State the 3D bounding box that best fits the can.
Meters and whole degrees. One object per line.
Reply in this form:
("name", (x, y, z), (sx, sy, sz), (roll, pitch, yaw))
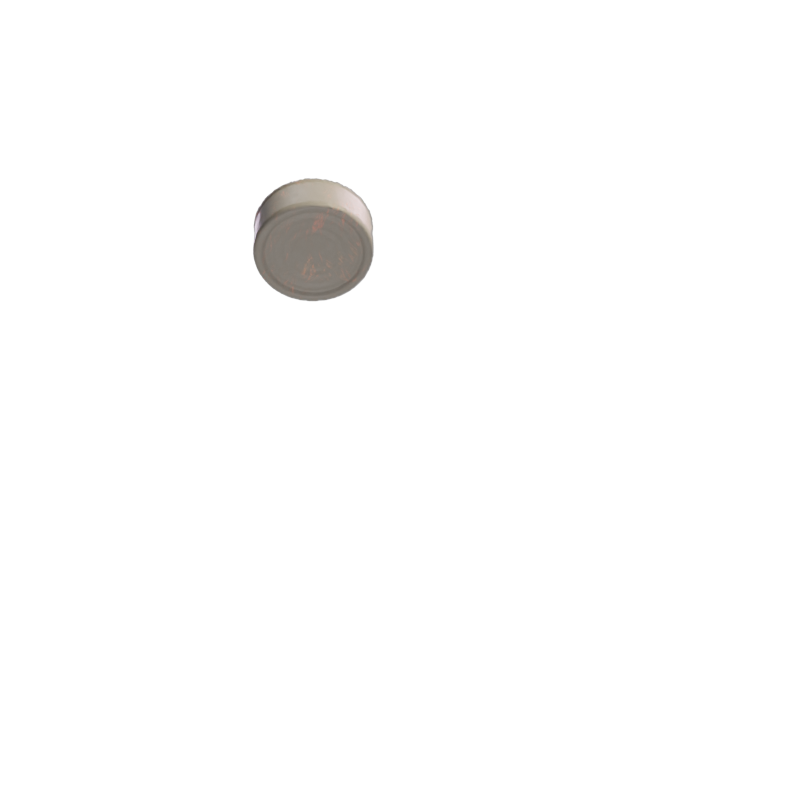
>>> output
("can", (-0.061, -0.112, 0.783), (0.086, 0.080, 0.036), (1, 38, -1))
